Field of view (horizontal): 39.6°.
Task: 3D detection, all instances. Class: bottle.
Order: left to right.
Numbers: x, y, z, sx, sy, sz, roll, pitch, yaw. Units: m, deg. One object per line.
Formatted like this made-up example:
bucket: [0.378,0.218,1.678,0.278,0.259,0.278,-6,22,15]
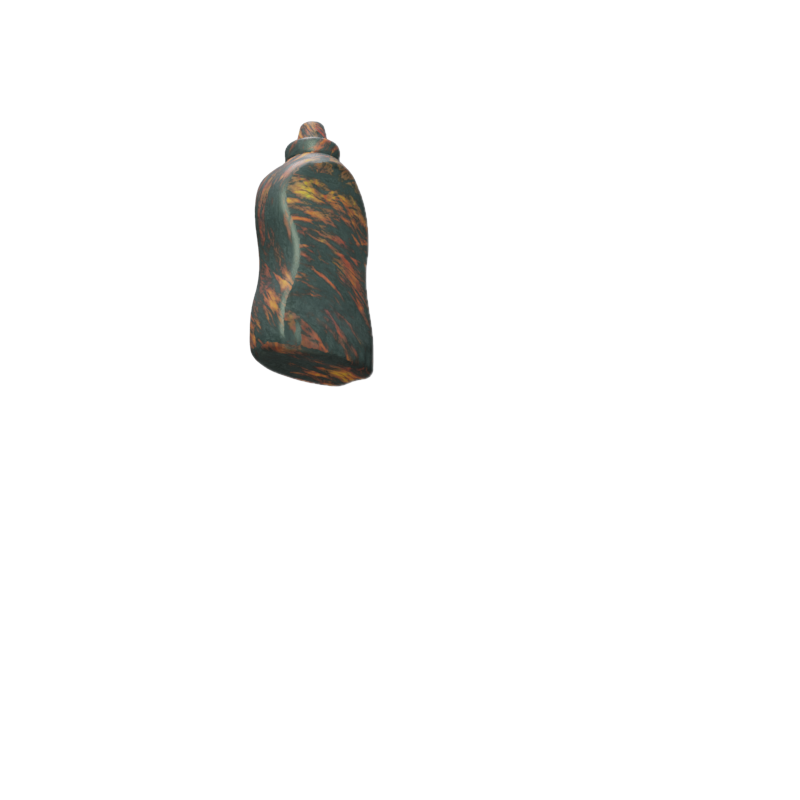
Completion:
bottle: [-0.062,-0.112,0.788,0.059,0.202,0.090,-22,-30,39]
